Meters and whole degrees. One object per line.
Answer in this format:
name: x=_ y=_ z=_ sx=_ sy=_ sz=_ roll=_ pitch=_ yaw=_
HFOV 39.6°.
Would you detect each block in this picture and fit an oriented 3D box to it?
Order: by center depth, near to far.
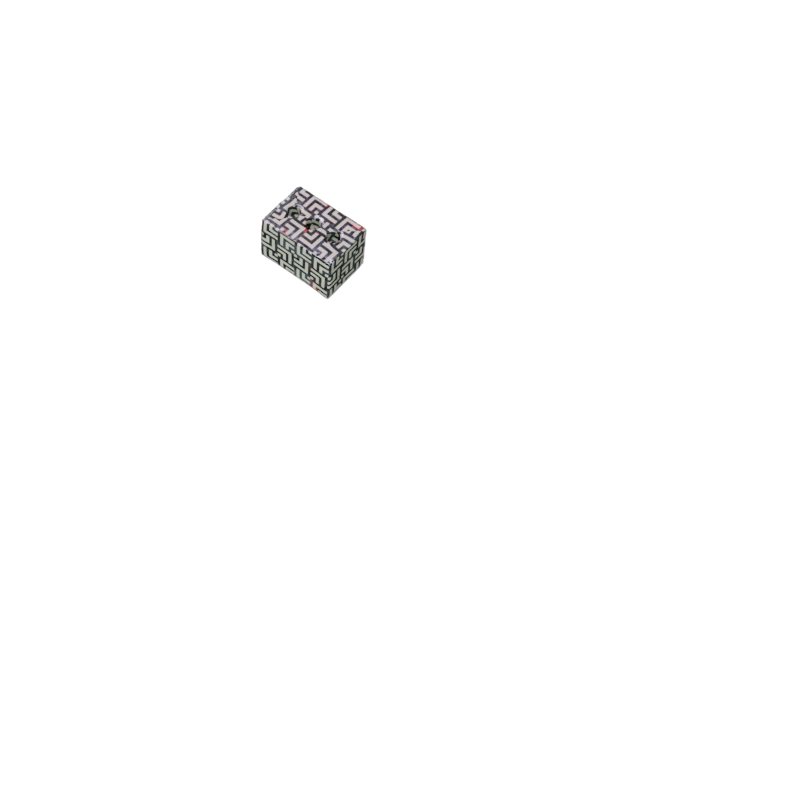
block: x=-0.075 y=-0.137 z=0.959 sx=0.082 sy=0.054 sz=0.048 roll=34 pitch=-28 yaw=20
